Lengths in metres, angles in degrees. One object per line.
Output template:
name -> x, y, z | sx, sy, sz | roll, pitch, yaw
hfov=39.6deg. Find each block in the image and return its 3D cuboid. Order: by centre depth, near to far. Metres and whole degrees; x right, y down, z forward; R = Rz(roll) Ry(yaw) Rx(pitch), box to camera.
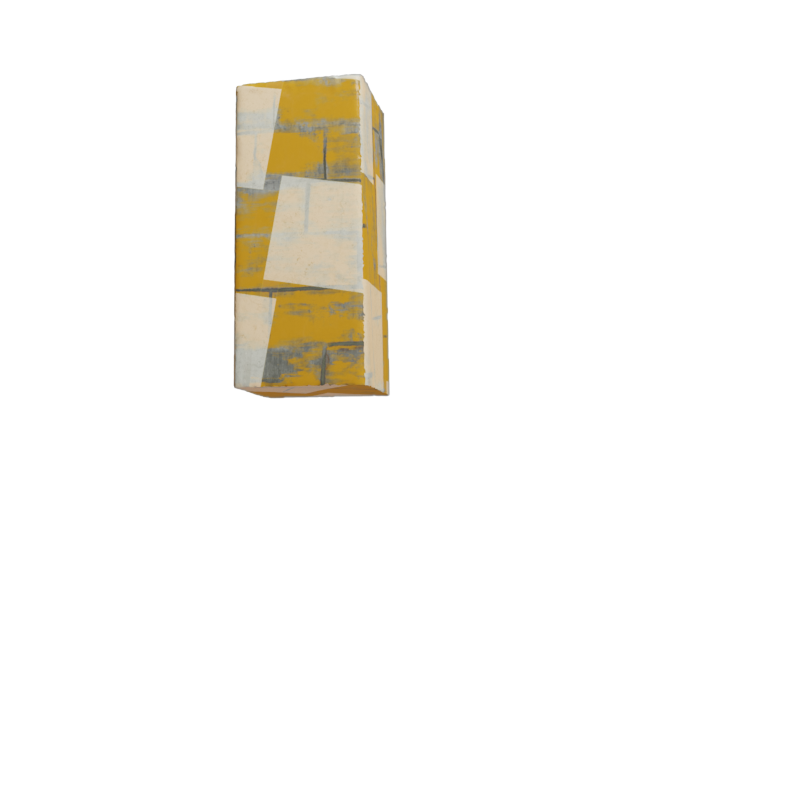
block -> -0.060, -0.109, 0.763 | 0.092, 0.212, 0.086 | -3, -11, 11
